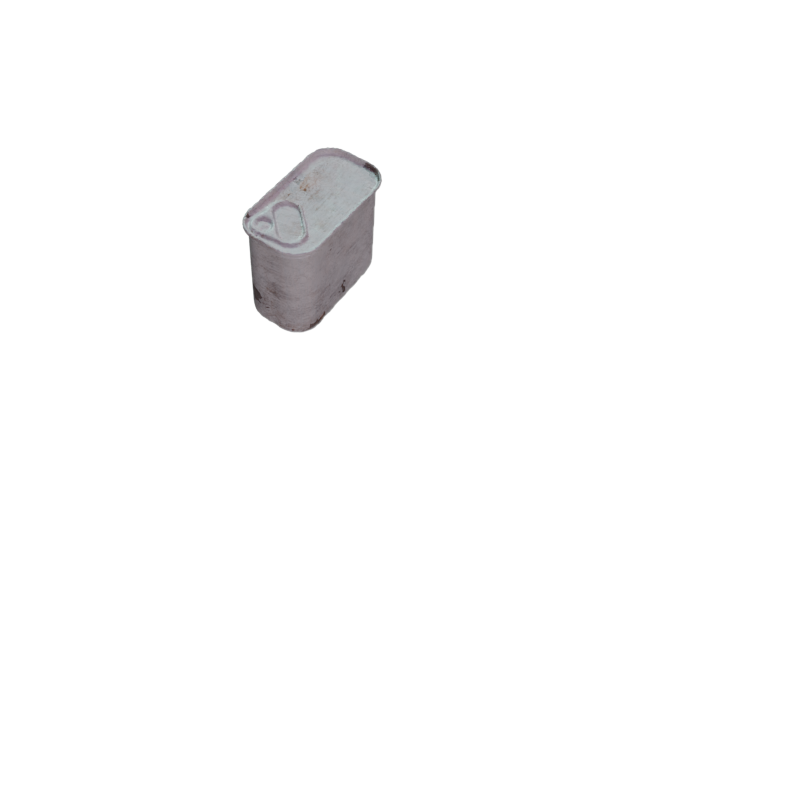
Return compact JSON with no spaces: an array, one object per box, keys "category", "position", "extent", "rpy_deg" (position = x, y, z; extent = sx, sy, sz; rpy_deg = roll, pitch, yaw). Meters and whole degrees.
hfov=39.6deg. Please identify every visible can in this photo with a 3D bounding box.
[{"category":"can","position":[-0.059,-0.108,0.758],"extent":[0.060,0.104,0.078],"rpy_deg":[28,-35,19]}]
